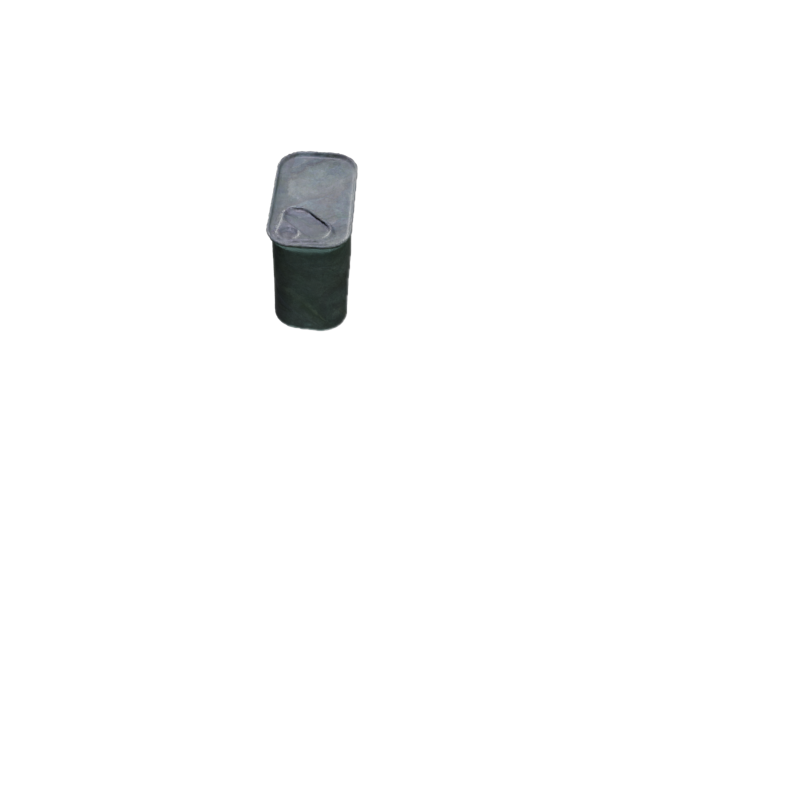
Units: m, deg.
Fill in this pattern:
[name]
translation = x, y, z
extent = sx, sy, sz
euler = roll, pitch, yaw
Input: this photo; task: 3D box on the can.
[can]
translation = -0.061, -0.112, 0.785
extent = 0.058, 0.109, 0.078
euler = 3, -44, 0
